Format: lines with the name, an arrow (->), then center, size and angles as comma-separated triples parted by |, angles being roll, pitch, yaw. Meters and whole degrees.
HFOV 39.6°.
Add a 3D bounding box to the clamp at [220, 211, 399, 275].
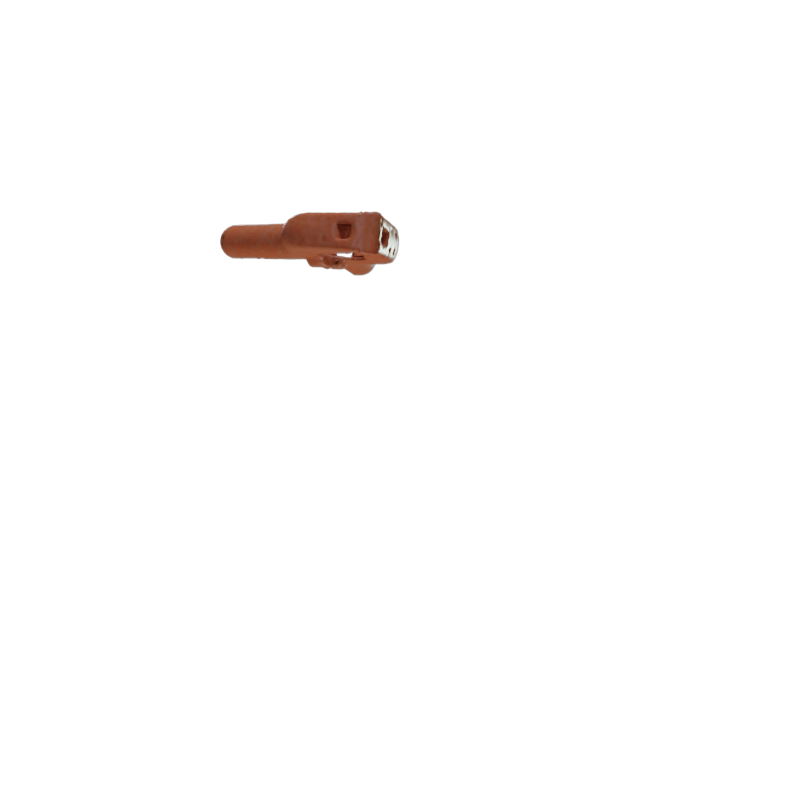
clamp -> -0.060, -0.110, 0.771 | 0.118, 0.040, 0.172 | 0, -1, -12
